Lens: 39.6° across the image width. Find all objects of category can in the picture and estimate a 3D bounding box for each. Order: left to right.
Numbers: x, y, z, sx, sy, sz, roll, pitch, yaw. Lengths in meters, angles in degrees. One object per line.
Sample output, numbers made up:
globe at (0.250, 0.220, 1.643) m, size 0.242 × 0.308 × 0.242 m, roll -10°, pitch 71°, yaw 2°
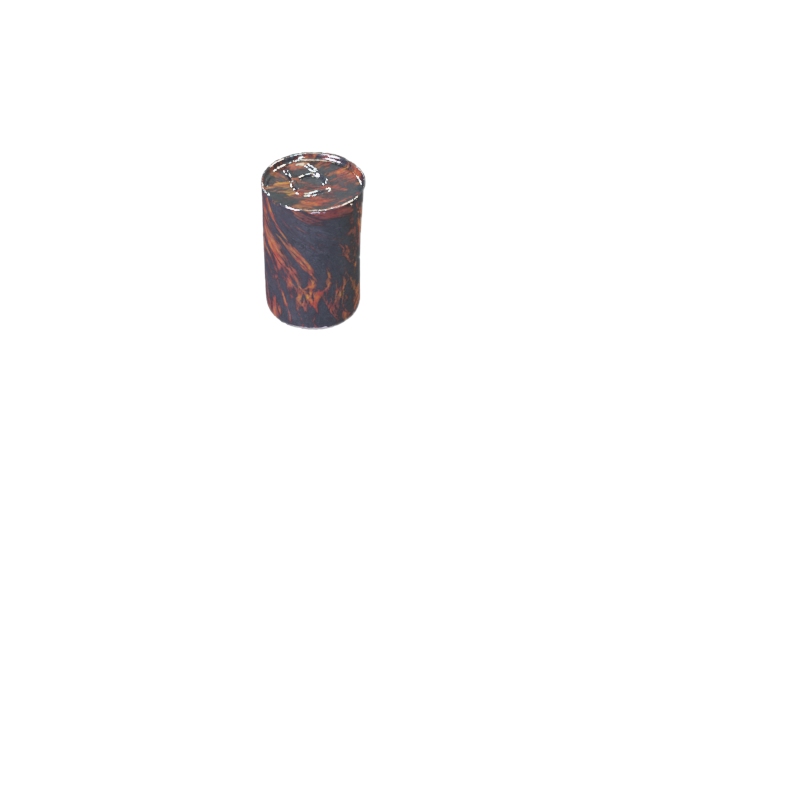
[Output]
can at (-0.059, -0.107, 0.748) m, size 0.068 × 0.095 × 0.073 m, roll 0°, pitch 41°, yaw -3°
